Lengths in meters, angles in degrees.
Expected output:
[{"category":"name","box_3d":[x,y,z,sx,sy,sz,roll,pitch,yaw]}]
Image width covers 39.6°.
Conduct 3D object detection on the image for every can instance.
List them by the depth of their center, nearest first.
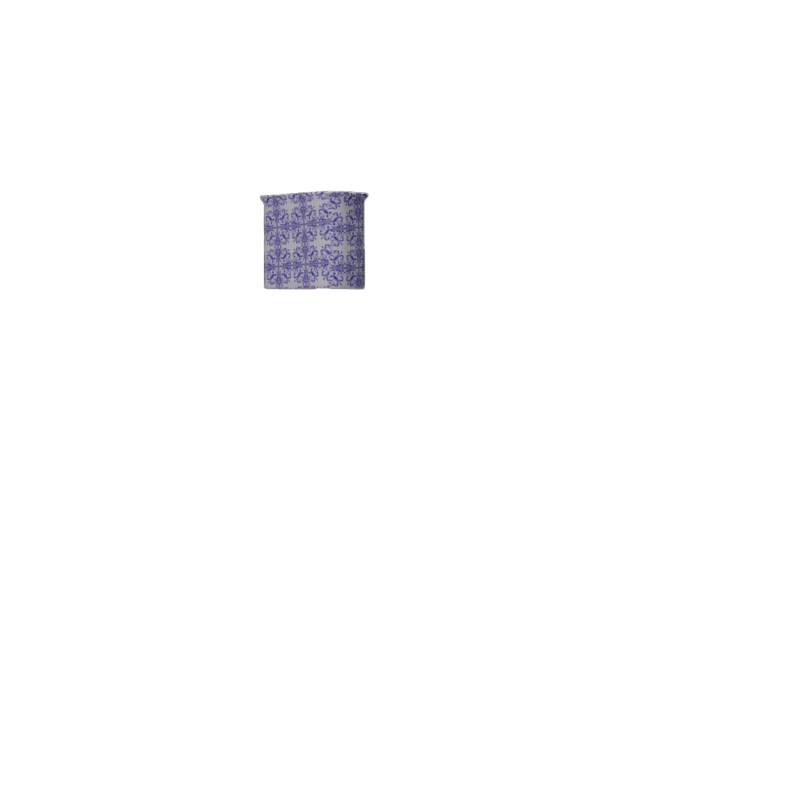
[{"category":"can","box_3d":[-0.076,-0.139,0.973,0.106,0.084,0.055,3,3,44]}]
